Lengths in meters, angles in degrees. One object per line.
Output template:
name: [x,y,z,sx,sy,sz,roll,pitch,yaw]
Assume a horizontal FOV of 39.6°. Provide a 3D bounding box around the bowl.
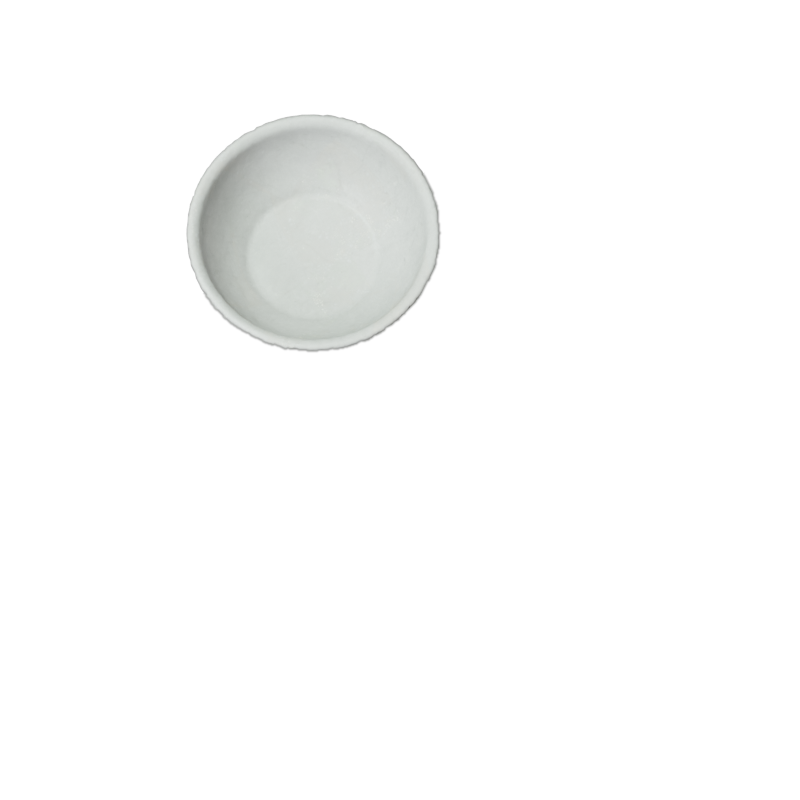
bowl: [-0.057,-0.104,0.728,0.162,0.170,0.053,-1,-19,-1]
